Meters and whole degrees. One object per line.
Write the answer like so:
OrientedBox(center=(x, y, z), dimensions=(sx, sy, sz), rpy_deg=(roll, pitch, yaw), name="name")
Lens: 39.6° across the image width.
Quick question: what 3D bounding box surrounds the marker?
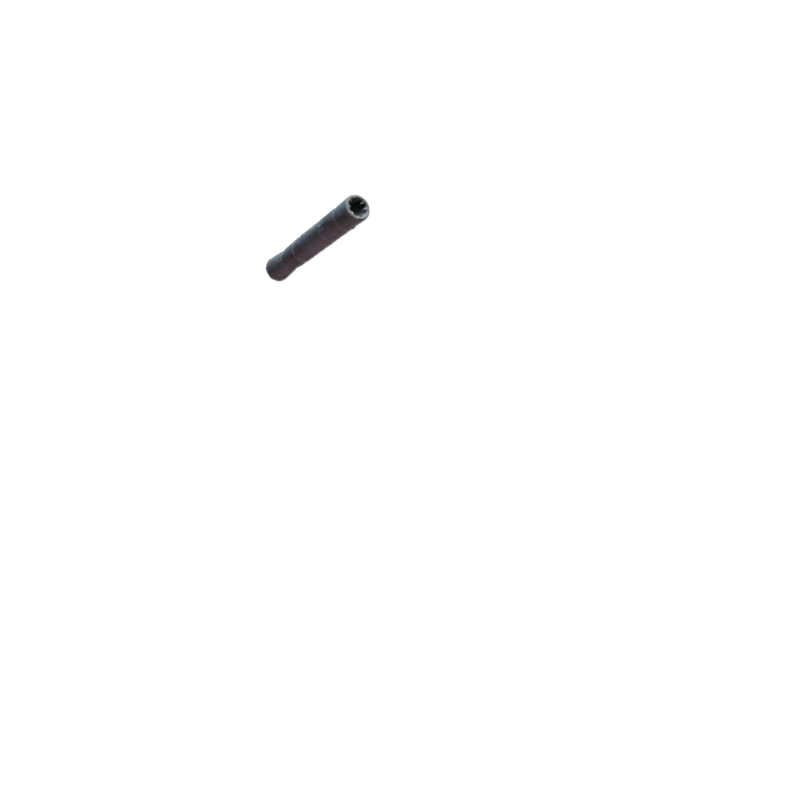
OrientedBox(center=(-0.060, -0.110, 0.768), dimensions=(0.019, 0.020, 0.120), rpy_deg=(-2, -14, -35), name="marker")
